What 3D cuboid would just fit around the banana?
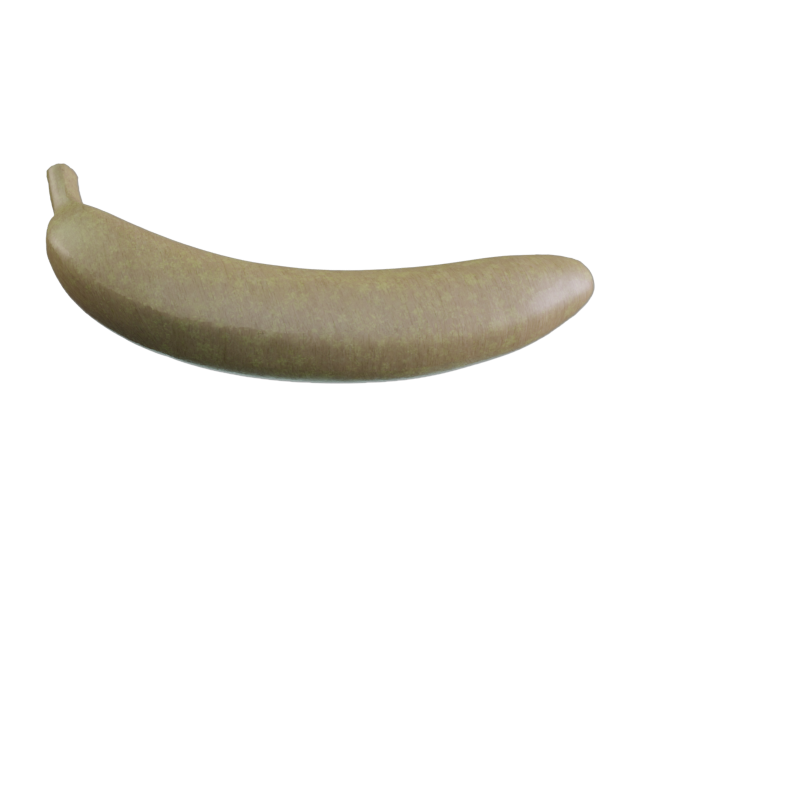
[{"bbox_3d":[-0.037,-0.038,0.367,0.200,0.073,0.035,13,-27,7],"label":"banana"}]
